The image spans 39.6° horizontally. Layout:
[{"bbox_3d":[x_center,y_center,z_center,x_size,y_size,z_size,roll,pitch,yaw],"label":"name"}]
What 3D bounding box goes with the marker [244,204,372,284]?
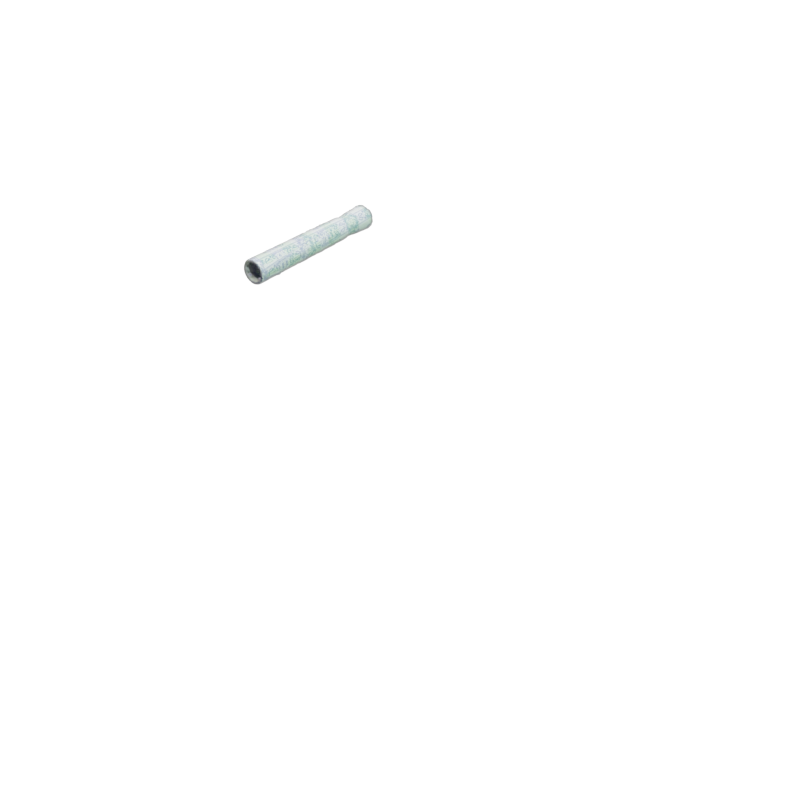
[{"bbox_3d":[-0.062,-0.113,0.791,0.021,0.019,0.121,3,28,43],"label":"marker"}]
